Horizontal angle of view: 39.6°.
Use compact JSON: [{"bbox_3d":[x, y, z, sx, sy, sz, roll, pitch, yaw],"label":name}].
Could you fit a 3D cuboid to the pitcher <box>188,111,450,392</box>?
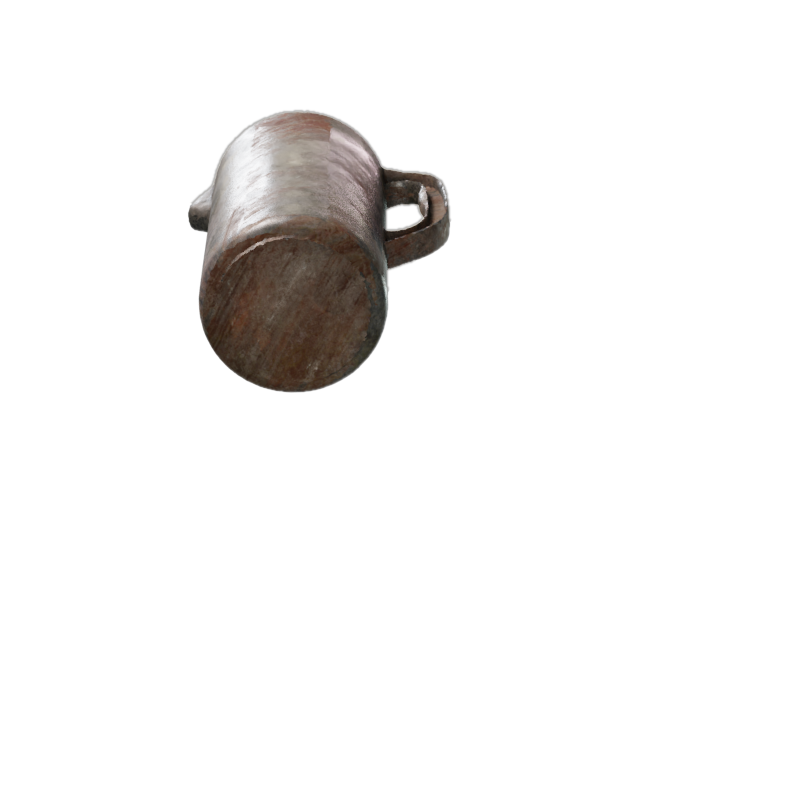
[{"bbox_3d":[-0.057,-0.104,0.732,0.140,0.147,0.255,37,17,-17],"label":"pitcher"}]
